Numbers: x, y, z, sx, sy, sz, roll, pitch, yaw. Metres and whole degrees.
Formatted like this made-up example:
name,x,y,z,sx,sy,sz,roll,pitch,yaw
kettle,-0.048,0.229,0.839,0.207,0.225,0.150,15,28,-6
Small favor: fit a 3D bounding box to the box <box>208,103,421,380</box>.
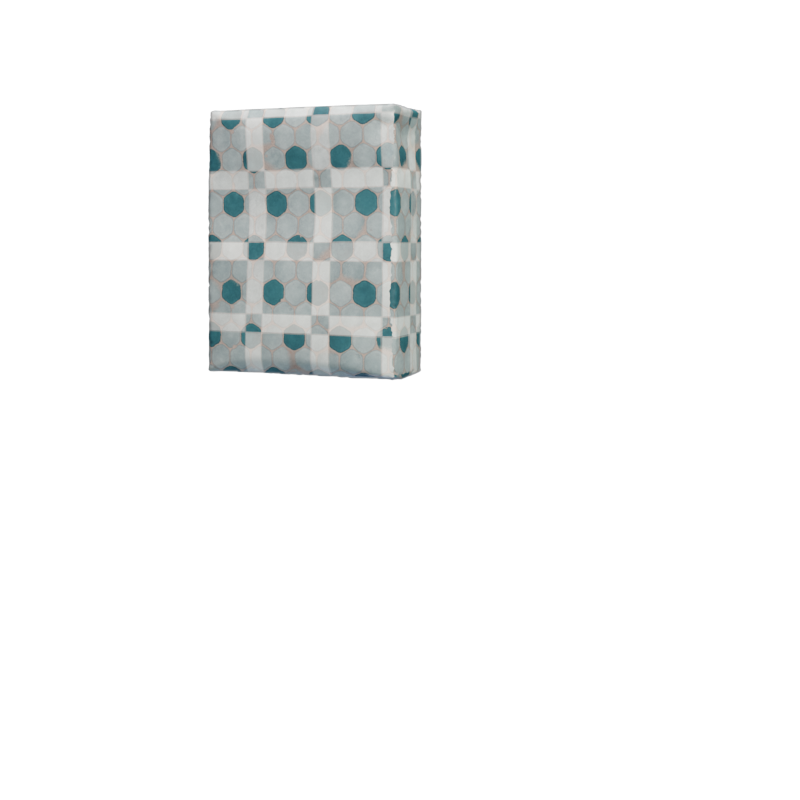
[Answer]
name,x,y,z,sx,sy,sz,roll,pitch,yaw
box,-0.070,-0.127,0.892,0.169,0.213,0.070,2,2,21
